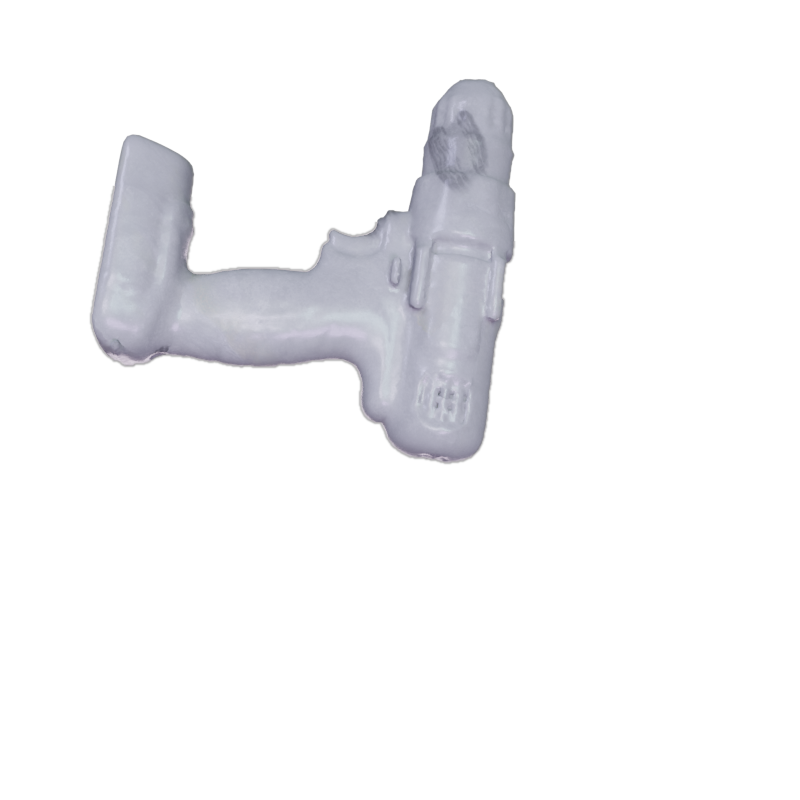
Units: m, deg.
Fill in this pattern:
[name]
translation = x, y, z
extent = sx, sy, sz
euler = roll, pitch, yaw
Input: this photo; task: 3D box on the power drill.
[power drill]
translation = -0.041, -0.074, 0.521
extent = 0.188, 0.191, 0.055
euler = 7, -16, 2
